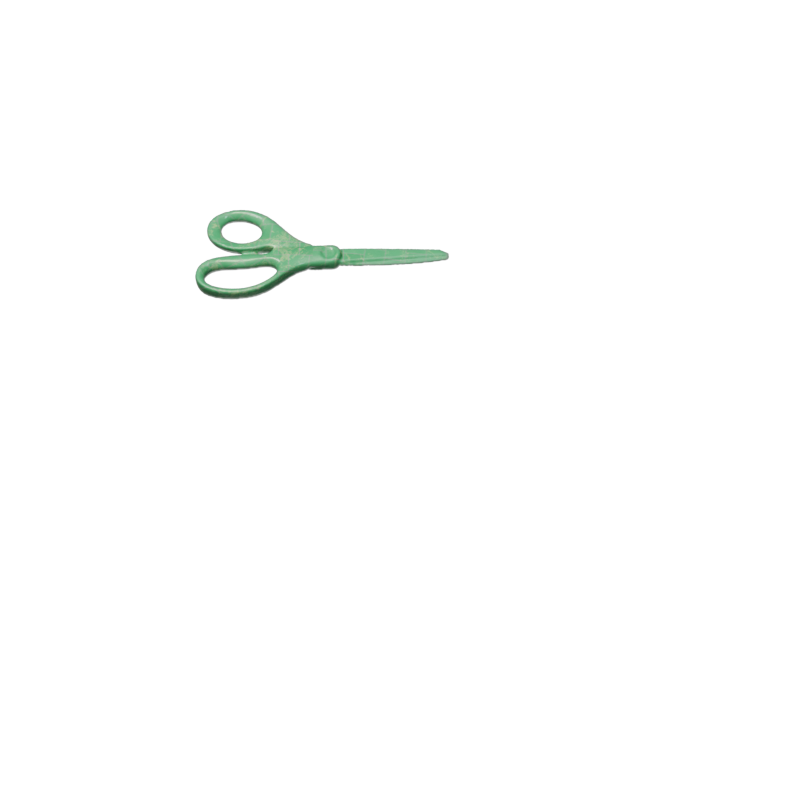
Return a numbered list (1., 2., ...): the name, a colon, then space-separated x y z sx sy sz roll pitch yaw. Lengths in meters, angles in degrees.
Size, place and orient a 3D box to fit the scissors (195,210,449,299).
1. scissors: -0.071 -0.129 0.906 0.200 0.104 0.015 -14 -36 -11
